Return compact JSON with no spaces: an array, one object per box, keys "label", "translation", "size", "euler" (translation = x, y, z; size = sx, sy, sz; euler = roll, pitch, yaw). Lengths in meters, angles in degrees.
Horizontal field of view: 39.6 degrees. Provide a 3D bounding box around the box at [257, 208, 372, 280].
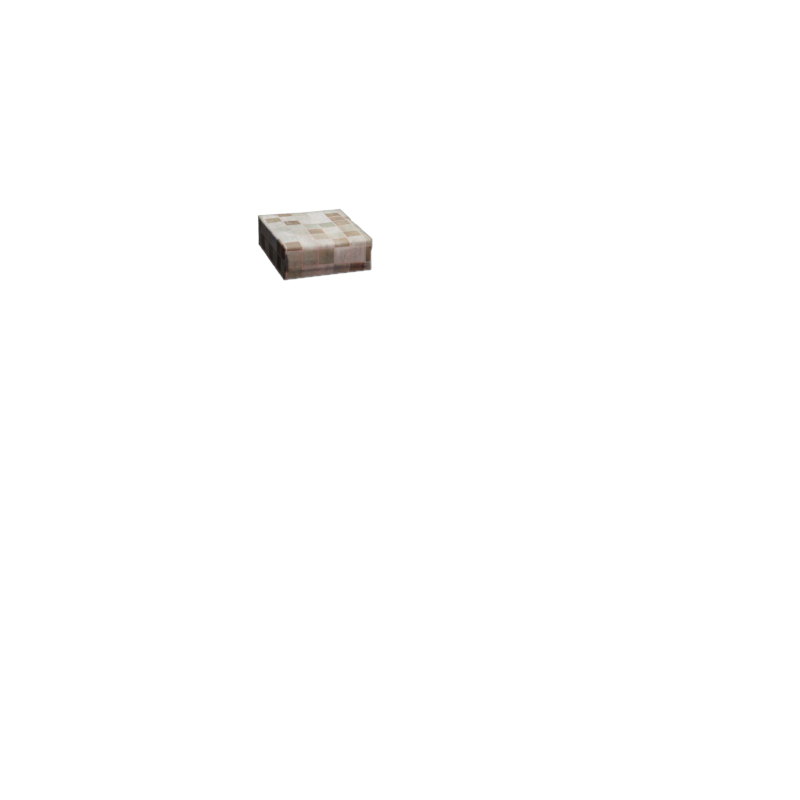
[{"label":"box","translation":[-0.070,-0.128,0.897],"size":[0.072,0.029,0.095],"euler":[-7,26,-16]}]
